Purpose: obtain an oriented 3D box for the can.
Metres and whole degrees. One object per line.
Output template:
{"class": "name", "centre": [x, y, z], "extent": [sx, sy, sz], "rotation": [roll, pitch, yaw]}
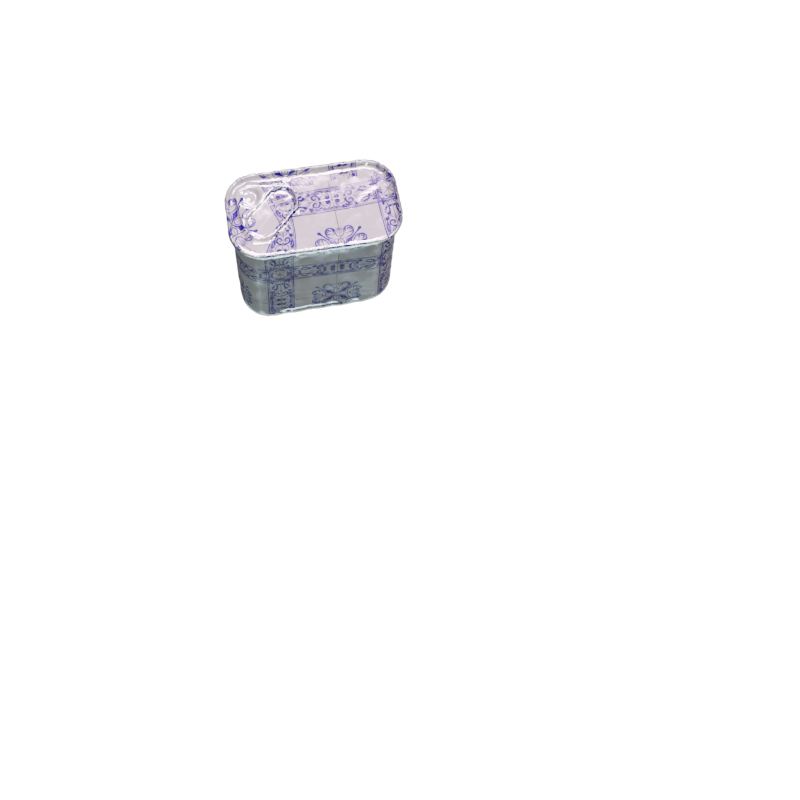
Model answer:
{"class": "can", "centre": [-0.053, -0.097, 0.680], "extent": [0.101, 0.061, 0.079], "rotation": [-8, -24, -6]}
